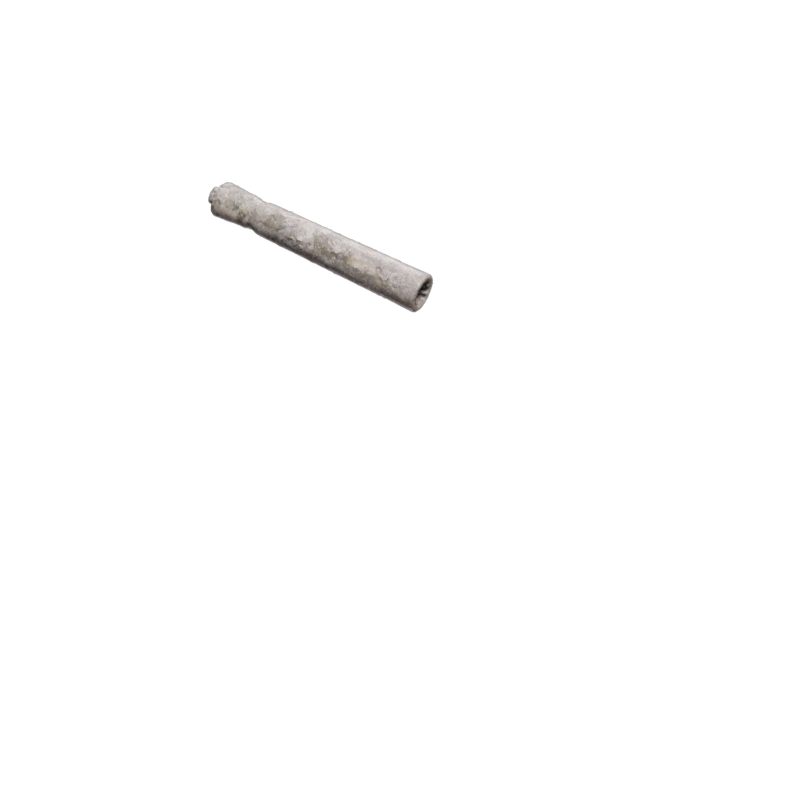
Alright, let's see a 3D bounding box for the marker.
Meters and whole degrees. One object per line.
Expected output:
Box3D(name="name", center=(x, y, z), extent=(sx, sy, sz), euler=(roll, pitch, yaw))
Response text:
Box3D(name="marker", center=(-0.041, -0.075, 0.524), extent=(0.127, 0.019, 0.019), euler=(28, 15, 24))
